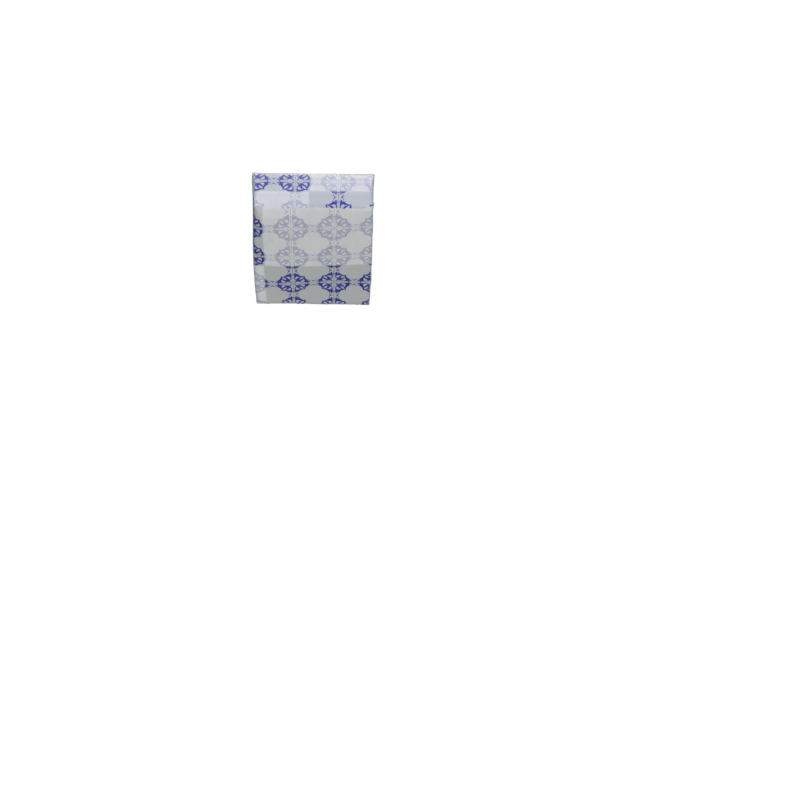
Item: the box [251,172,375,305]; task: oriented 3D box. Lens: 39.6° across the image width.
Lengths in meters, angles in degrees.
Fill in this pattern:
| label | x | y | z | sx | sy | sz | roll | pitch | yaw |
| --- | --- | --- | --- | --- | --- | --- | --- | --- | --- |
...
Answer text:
| label | x | y | z | sx | sy | sz | roll | pitch | yaw |
| --- | --- | --- | --- | --- | --- | --- | --- | --- | --- |
| box | -0.065 | -0.118 | 0.828 | 0.090 | 0.042 | 0.106 | 1 | -37 | -2 |
